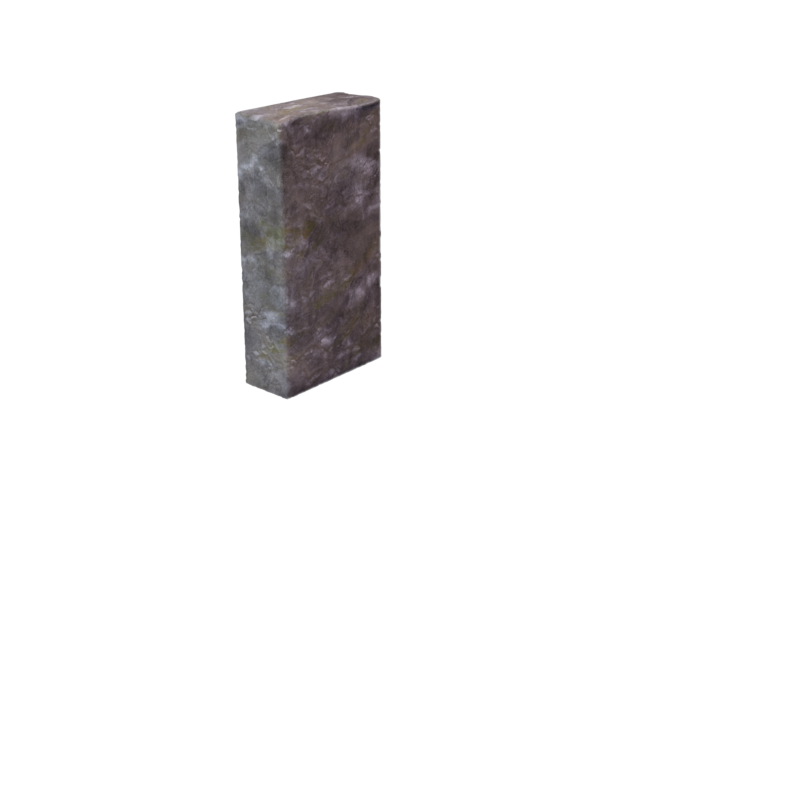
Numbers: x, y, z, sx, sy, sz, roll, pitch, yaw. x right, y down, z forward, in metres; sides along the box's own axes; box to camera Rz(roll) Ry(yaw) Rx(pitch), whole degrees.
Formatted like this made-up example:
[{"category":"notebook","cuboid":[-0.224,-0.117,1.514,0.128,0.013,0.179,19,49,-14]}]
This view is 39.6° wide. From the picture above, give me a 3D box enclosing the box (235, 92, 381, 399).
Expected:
[{"category":"box","cuboid":[-0.055,-0.100,0.698,0.051,0.168,0.092,18,27,37]}]
